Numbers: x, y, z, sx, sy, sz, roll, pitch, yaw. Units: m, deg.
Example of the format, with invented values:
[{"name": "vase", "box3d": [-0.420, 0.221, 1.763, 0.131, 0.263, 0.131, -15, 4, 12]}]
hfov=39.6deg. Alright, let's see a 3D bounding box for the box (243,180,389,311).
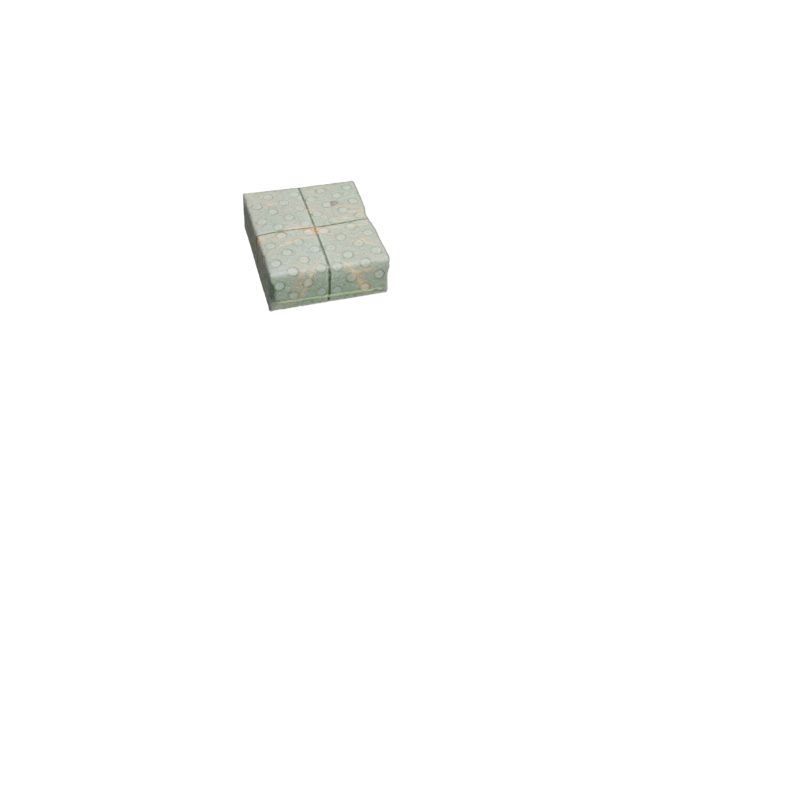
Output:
[{"name": "box", "box3d": [-0.053, -0.097, 0.679, 0.072, 0.028, 0.097, -9, 42, -11]}]
